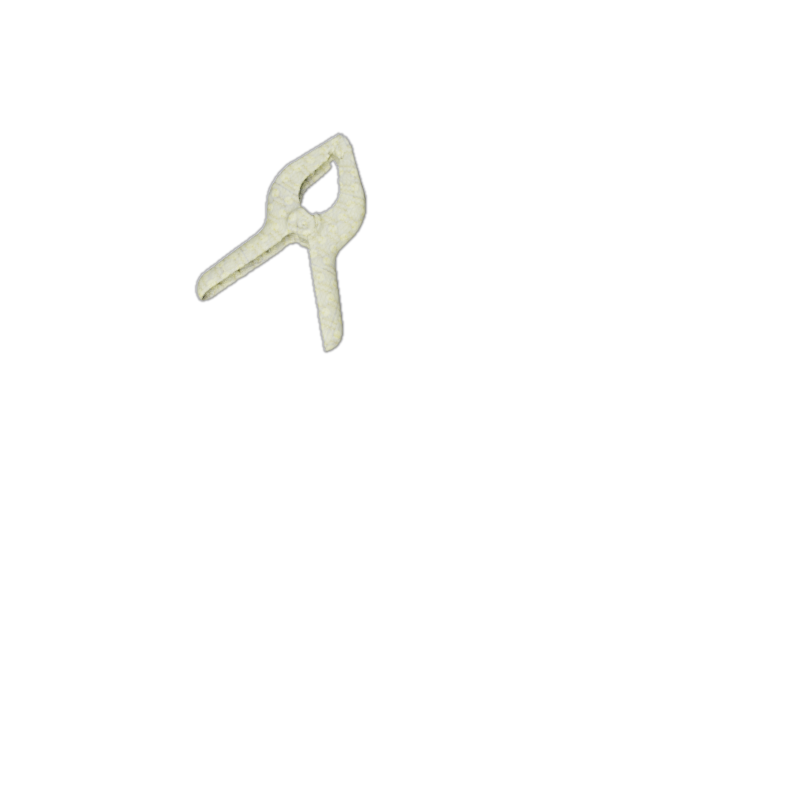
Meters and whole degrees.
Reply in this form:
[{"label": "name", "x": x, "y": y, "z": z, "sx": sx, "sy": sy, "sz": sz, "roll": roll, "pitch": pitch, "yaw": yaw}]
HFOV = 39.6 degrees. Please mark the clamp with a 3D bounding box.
[{"label": "clamp", "x": -0.068, "y": -0.124, "z": 0.871, "sx": 0.122, "sy": 0.174, "sz": 0.038, "roll": 31, "pitch": -11, "yaw": 6}]
